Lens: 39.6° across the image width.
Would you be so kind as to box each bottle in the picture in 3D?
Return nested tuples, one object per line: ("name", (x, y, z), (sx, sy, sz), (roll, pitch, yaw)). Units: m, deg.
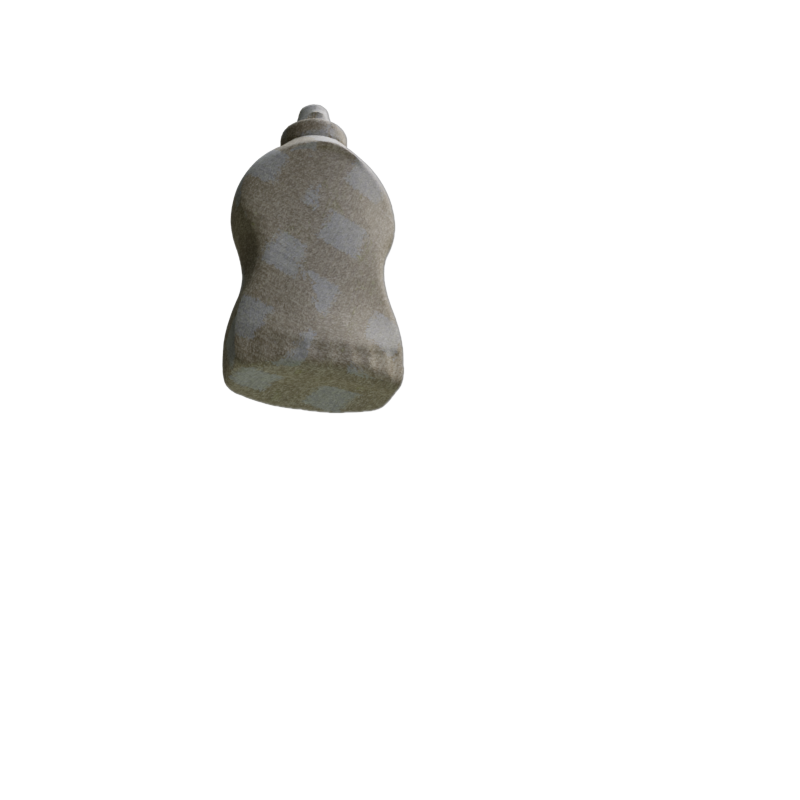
("bottle", (-0.050, -0.092, 0.640), (0.094, 0.204, 0.056), (6, -32, -14))
